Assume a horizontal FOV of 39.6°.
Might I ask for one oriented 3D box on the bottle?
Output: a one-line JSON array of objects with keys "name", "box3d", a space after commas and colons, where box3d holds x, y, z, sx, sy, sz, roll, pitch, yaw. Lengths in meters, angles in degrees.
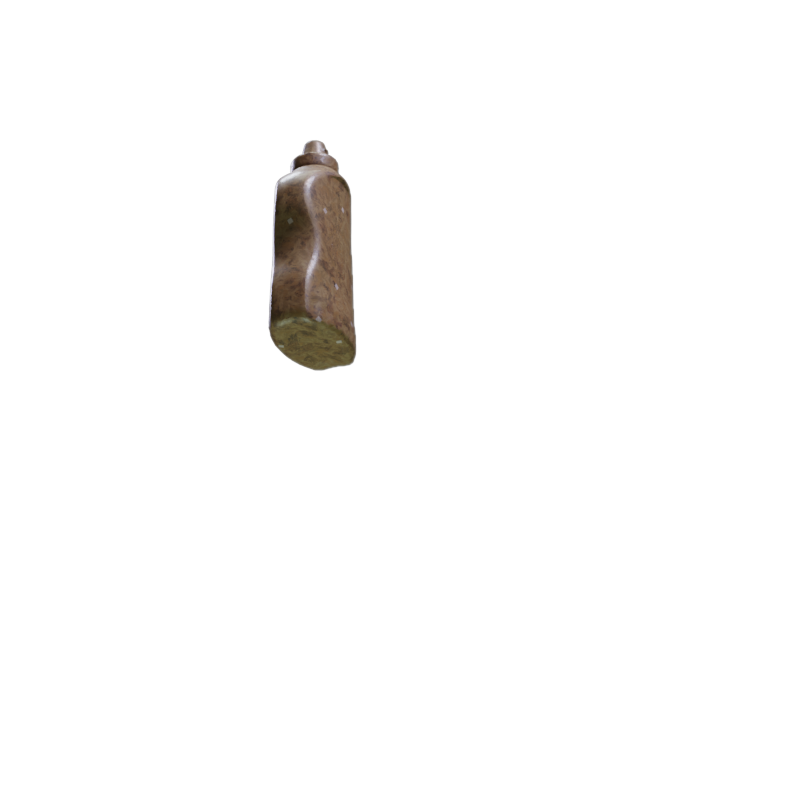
[{"name": "bottle", "box3d": [-0.070, -0.128, 0.894, 0.059, 0.204, 0.089, -14, -31, 20]}]
